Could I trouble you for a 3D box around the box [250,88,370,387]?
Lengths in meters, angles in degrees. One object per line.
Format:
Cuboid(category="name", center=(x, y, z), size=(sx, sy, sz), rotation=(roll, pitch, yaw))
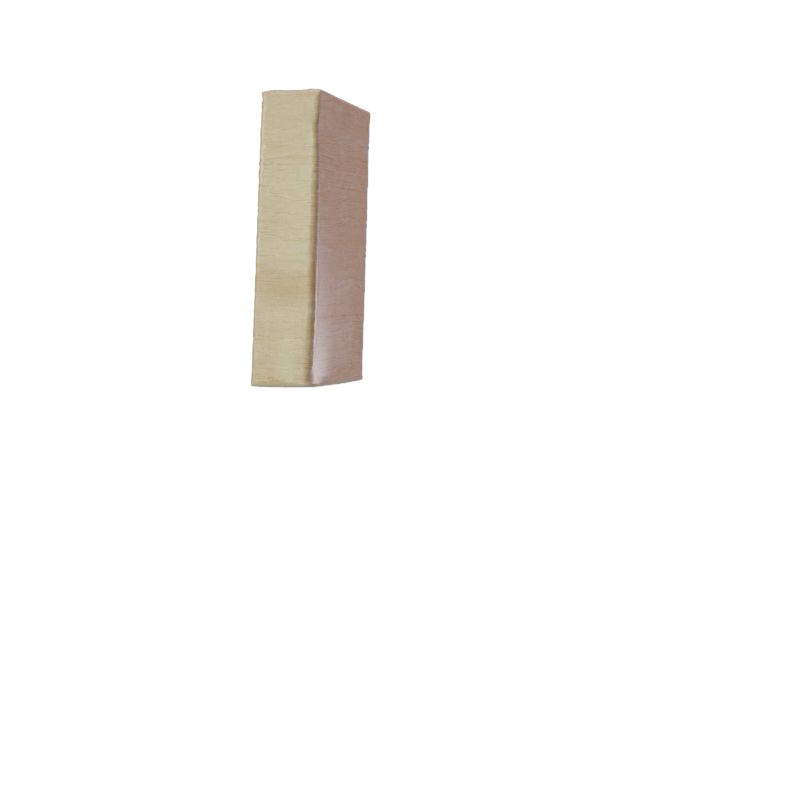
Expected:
Cuboid(category="box", center=(-0.054, -0.098, 0.688), size=(0.049, 0.178, 0.091), rotation=(-1, -2, 19))
